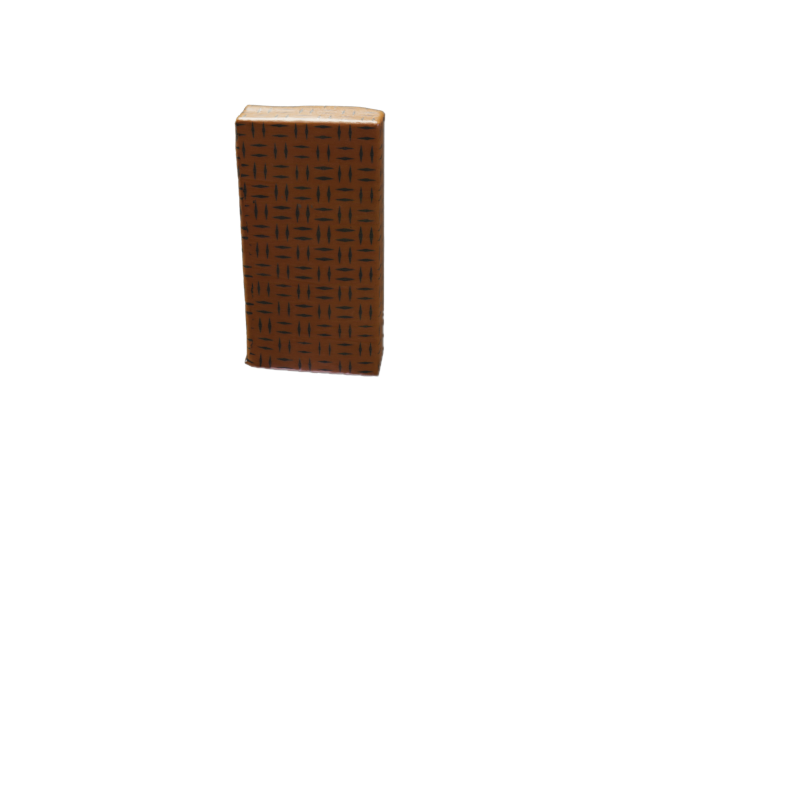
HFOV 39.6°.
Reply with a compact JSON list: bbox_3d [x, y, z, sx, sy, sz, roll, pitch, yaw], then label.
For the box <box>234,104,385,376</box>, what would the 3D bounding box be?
[{"bbox_3d":[-0.057,-0.104,0.728,0.094,0.168,0.050,4,22,7],"label":"box"}]
